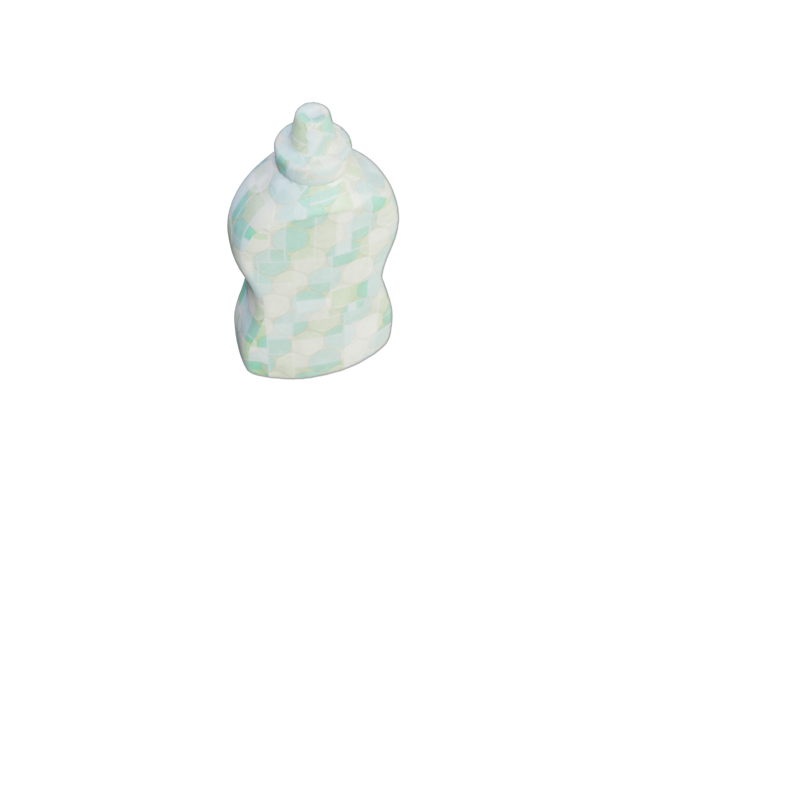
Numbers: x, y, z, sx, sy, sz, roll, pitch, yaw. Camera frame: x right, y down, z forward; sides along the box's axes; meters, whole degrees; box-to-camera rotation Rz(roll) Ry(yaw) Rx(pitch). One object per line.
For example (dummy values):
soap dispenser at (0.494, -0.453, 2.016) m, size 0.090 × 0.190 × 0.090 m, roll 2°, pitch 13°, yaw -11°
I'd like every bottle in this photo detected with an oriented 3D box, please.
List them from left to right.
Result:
bottle at (-0.050, -0.091, 0.632) m, size 0.095 × 0.063 × 0.179 m, roll -10°, pitch -36°, yaw -11°
